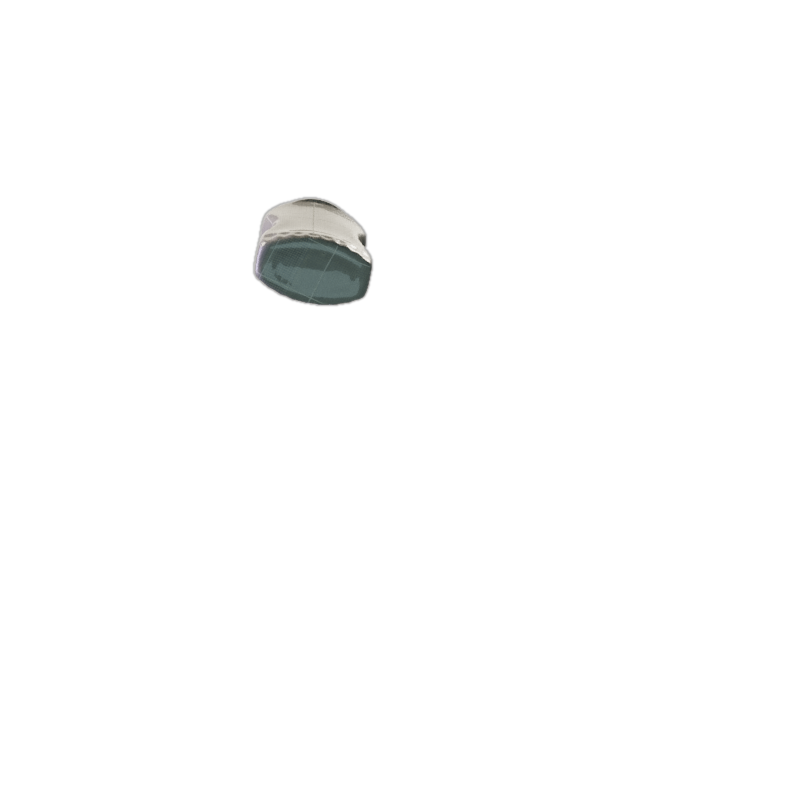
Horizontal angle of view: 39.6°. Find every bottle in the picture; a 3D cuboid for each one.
[{"bbox_3d":[-0.078,-0.141,0.990,0.095,0.056,0.200,8,21,-7],"label":"bottle"}]
